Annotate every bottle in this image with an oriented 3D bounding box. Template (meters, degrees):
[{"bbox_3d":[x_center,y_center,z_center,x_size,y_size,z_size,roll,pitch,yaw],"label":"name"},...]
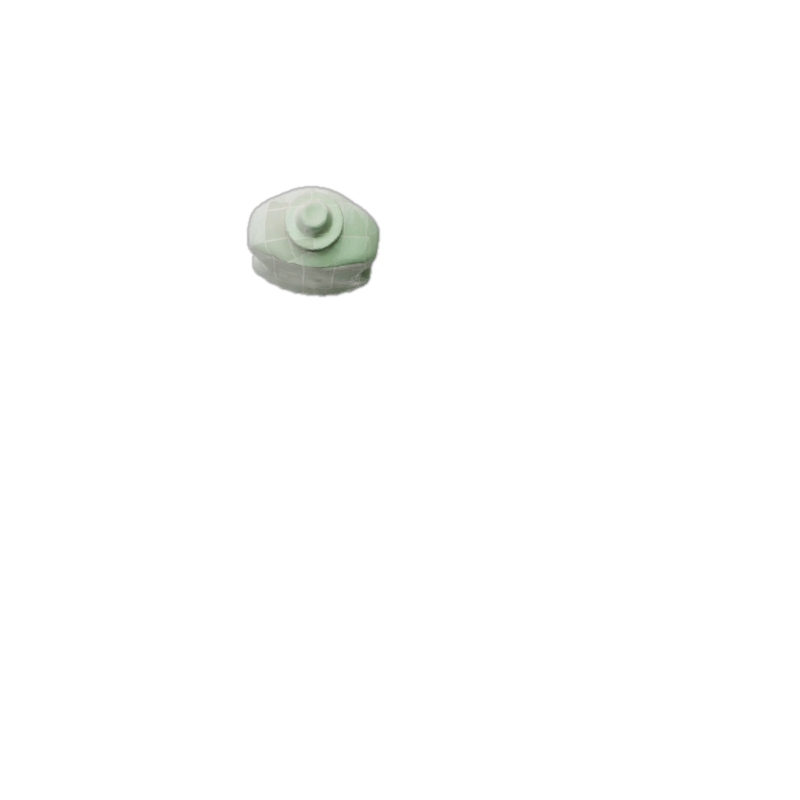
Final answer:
[{"bbox_3d":[-0.065,-0.119,0.829,0.096,0.059,0.189,8,-4,-3],"label":"bottle"}]
